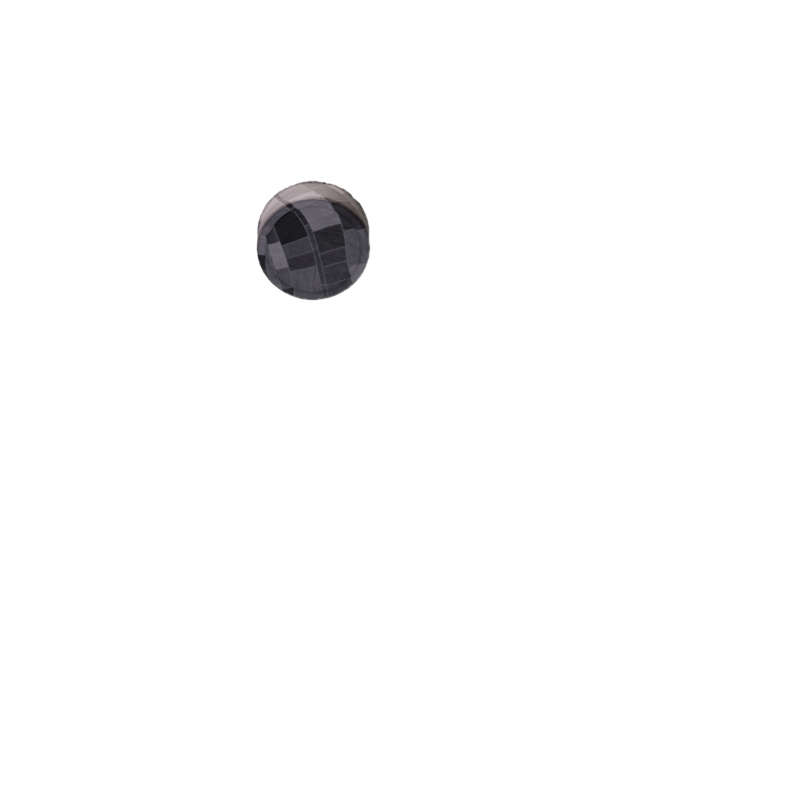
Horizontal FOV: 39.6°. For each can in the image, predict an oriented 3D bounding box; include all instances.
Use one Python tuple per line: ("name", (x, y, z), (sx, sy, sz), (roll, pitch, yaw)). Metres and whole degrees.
("can", (-0.065, -0.119, 0.833), (0.086, 0.081, 0.035), (1, 27, -1))
